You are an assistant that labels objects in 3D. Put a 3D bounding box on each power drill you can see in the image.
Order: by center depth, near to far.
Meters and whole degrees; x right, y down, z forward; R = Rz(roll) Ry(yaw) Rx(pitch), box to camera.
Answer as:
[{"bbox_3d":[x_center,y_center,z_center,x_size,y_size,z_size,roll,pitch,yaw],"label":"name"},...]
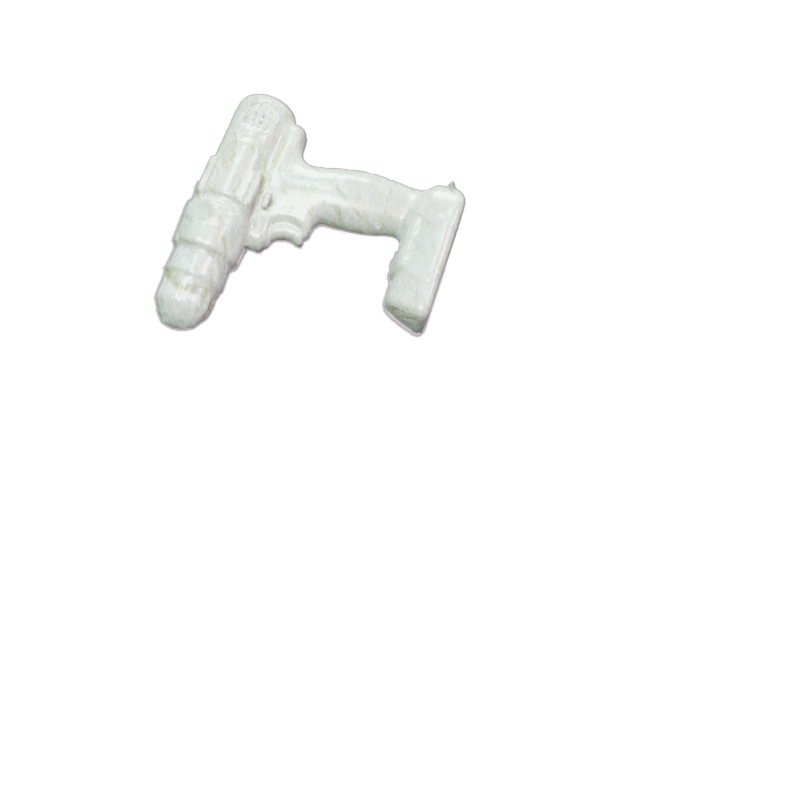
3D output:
[{"bbox_3d":[-0.061,-0.111,0.777,0.190,0.190,0.055,19,-16,5],"label":"power drill"}]
